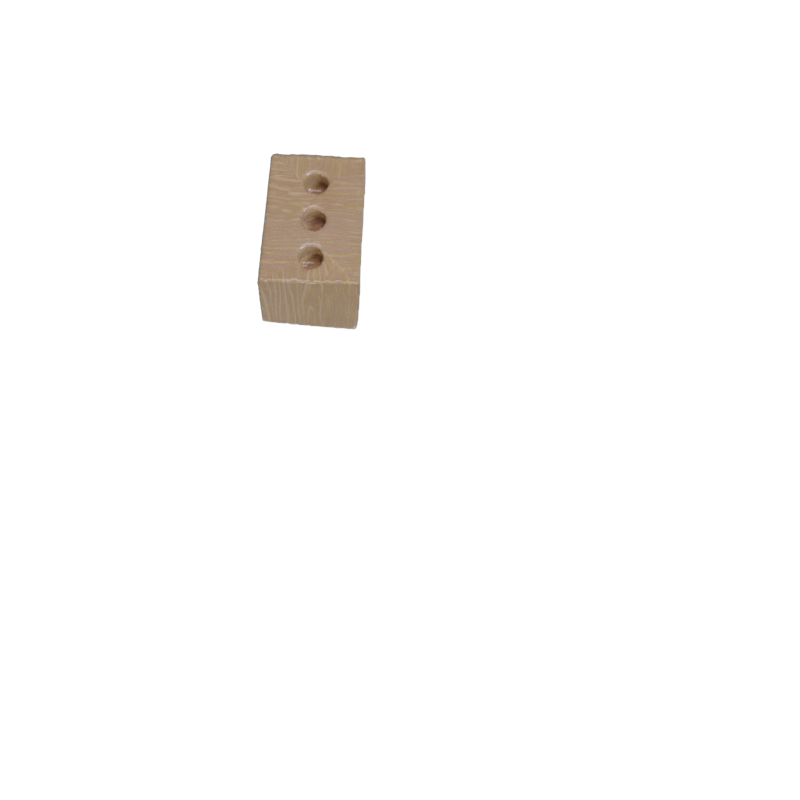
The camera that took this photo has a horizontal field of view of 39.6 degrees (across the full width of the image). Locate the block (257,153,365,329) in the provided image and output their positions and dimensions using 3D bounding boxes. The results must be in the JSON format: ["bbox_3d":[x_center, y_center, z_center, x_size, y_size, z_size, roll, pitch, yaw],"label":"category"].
[{"bbox_3d":[-0.046,-0.084,0.592,0.053,0.082,0.048,2,-26,-1],"label":"block"}]
